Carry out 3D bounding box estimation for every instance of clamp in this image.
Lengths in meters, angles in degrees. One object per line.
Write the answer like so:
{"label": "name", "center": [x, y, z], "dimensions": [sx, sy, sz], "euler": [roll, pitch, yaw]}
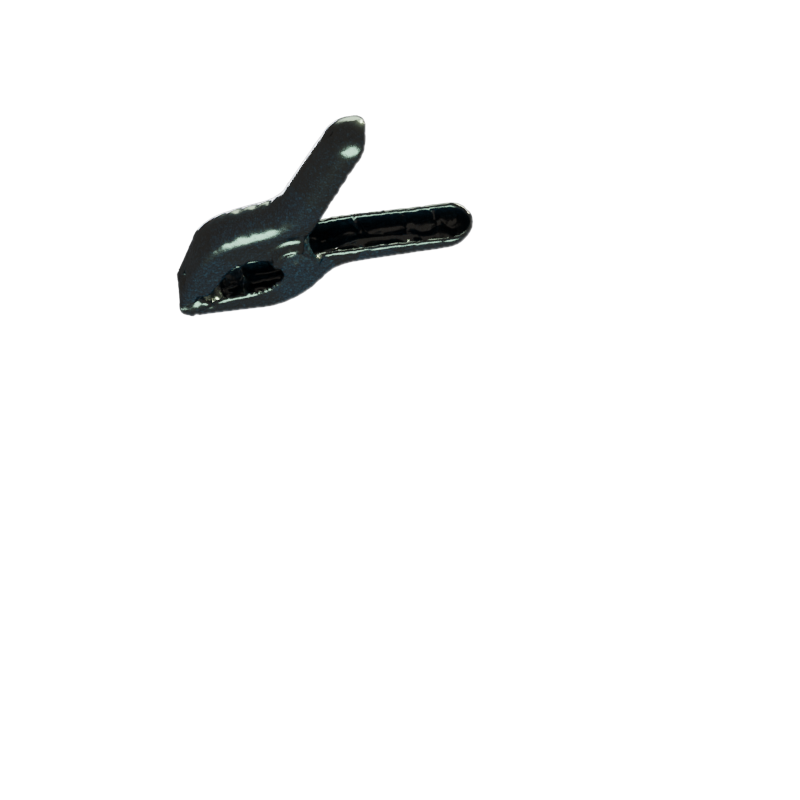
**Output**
{"label": "clamp", "center": [-0.048, -0.088, 0.615], "dimensions": [0.171, 0.042, 0.112], "euler": [-25, -39, 35]}
